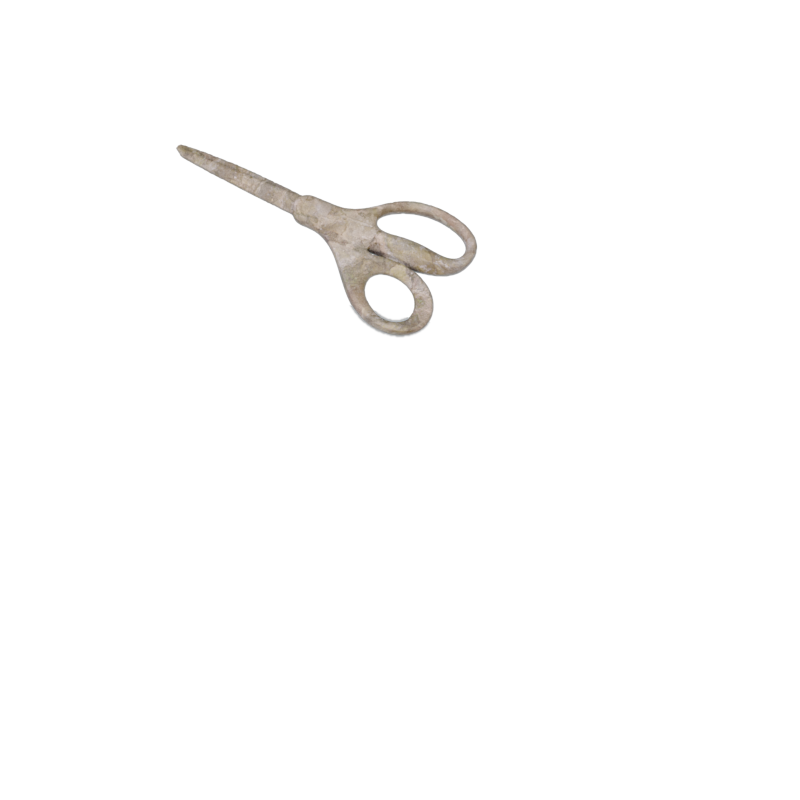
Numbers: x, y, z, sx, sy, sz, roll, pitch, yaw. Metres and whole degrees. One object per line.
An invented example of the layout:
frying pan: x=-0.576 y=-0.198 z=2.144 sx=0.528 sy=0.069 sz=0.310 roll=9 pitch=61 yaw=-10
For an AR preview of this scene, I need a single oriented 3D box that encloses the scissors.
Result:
scissors: x=-0.054 y=-0.099 z=0.696 sx=0.203 sy=0.100 sz=0.015 roll=12 pitch=-20 yaw=4
